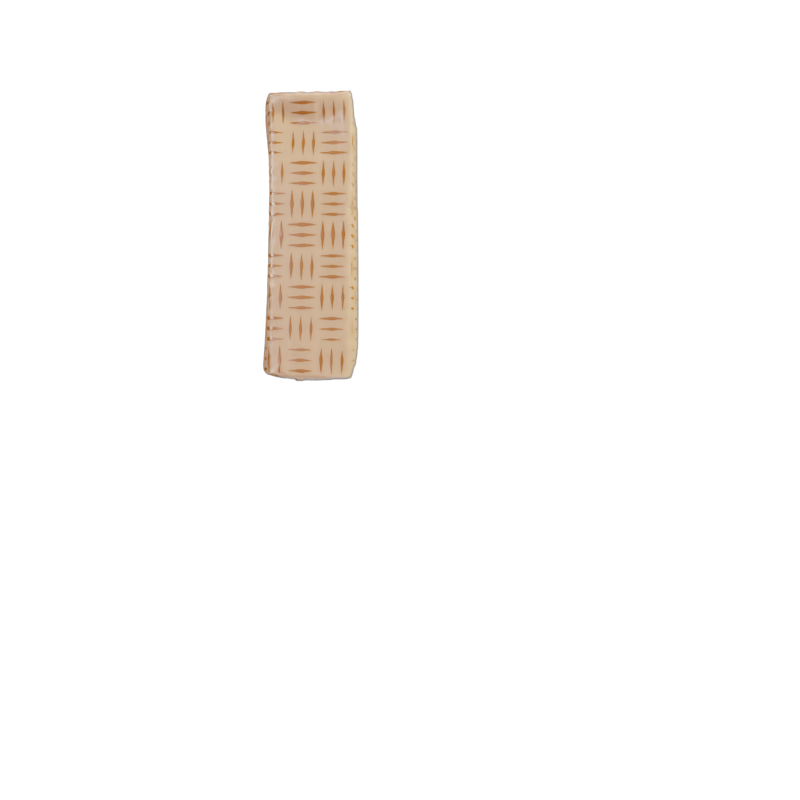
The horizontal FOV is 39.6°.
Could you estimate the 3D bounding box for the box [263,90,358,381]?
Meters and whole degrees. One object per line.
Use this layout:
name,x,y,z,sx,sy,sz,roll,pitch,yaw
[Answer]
box,-0.069,-0.126,0.886,0.072,0.215,0.163,0,-1,0
